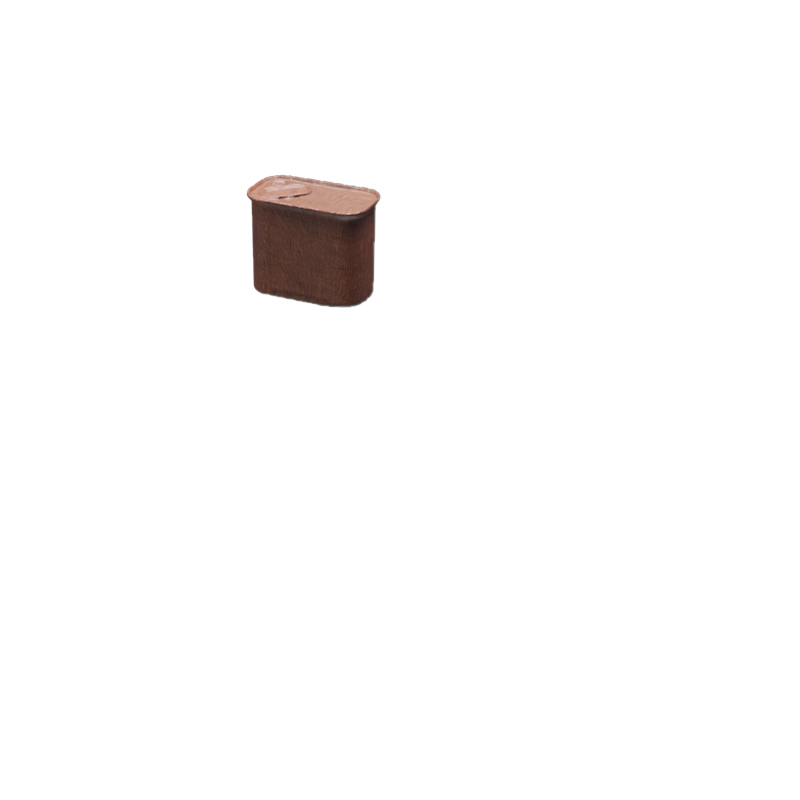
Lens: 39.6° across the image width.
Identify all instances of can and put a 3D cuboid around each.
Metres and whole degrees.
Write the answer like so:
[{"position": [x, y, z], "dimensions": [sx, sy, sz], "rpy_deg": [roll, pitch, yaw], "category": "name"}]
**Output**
[{"position": [-0.069, -0.125, 0.877], "dimensions": [0.105, 0.079, 0.059], "rpy_deg": [13, 29, 20], "category": "can"}]
